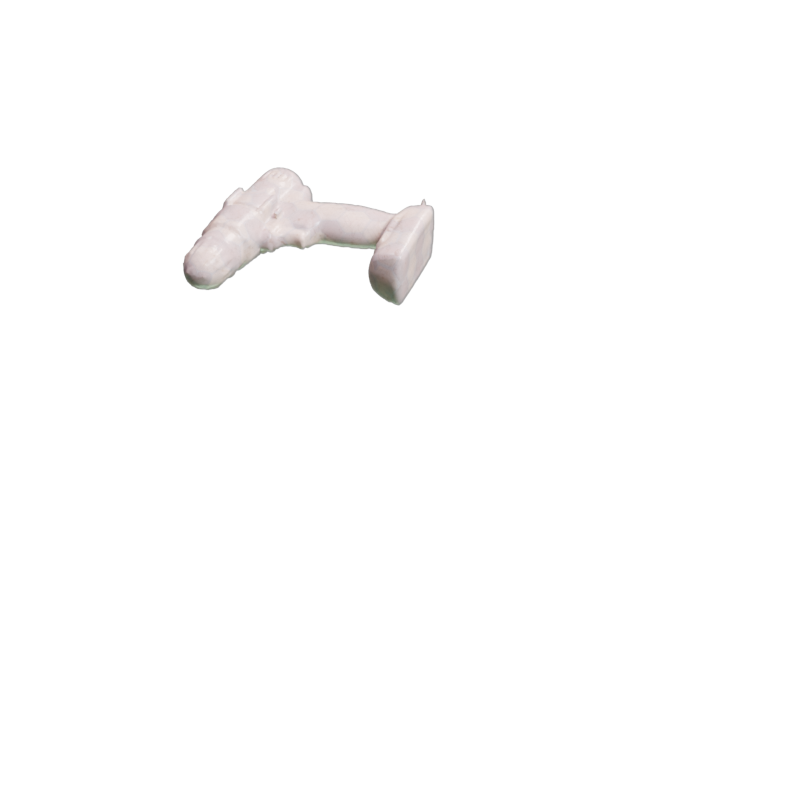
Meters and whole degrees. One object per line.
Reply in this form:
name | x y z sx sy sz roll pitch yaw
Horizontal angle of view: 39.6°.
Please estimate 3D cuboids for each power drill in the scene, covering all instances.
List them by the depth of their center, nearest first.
power drill | -0.076 -0.138 0.969 0.194 0.054 0.191 14 40 17
